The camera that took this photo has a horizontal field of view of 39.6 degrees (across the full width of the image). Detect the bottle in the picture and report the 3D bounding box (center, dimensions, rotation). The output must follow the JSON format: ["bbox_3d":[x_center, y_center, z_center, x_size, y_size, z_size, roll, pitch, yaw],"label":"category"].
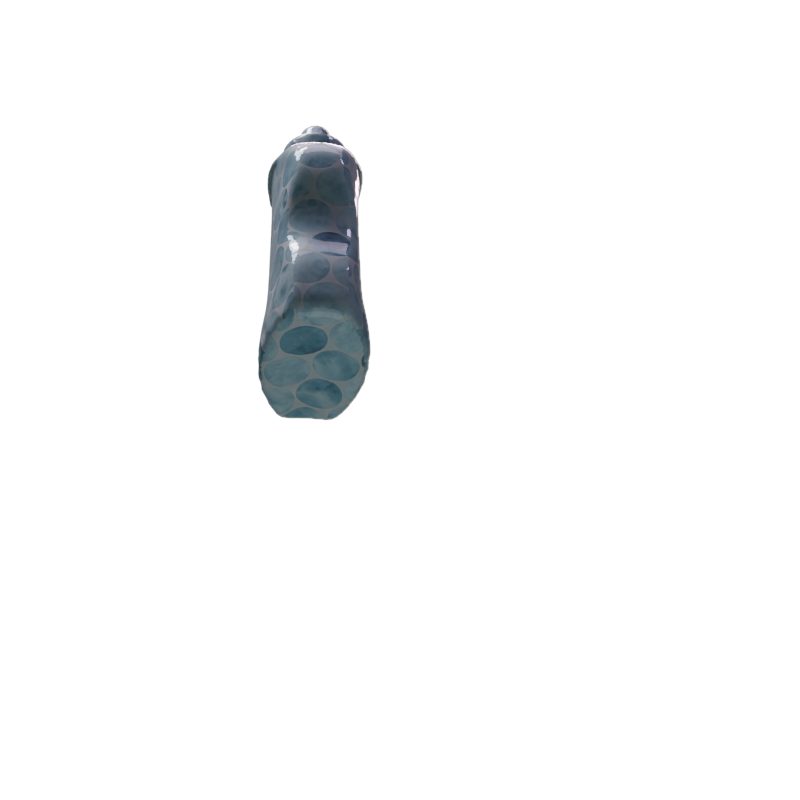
[{"bbox_3d":[-0.049,-0.091,0.638,0.058,0.206,0.090,2,-41,-6],"label":"bottle"}]
